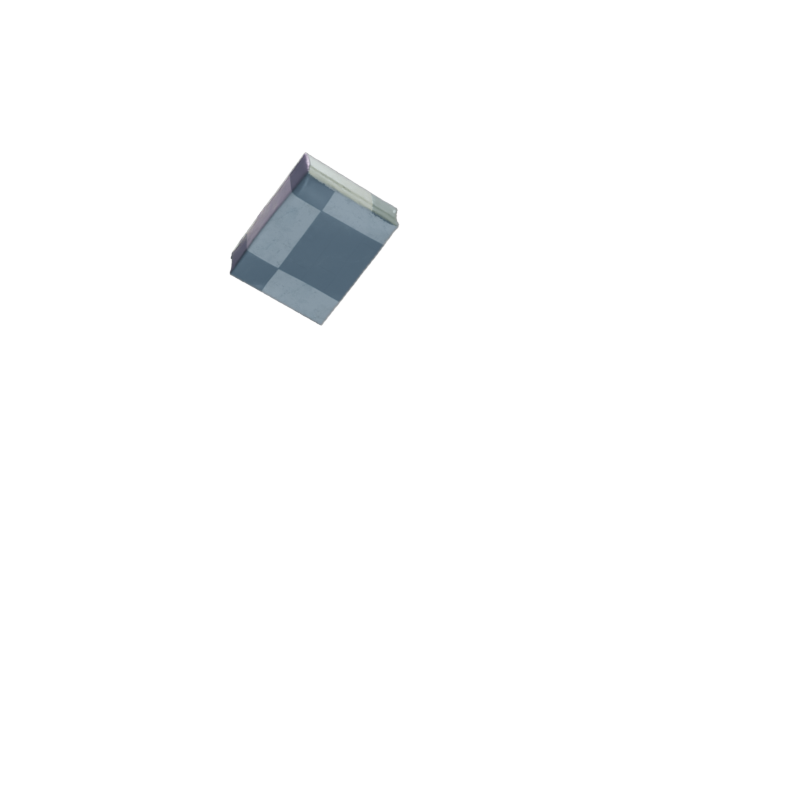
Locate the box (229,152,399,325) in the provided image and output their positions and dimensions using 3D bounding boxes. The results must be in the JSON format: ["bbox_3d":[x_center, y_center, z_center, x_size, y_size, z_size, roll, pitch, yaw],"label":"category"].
[{"bbox_3d":[-0.069,-0.125,0.878,0.086,0.111,0.041,31,28,-19],"label":"box"}]
